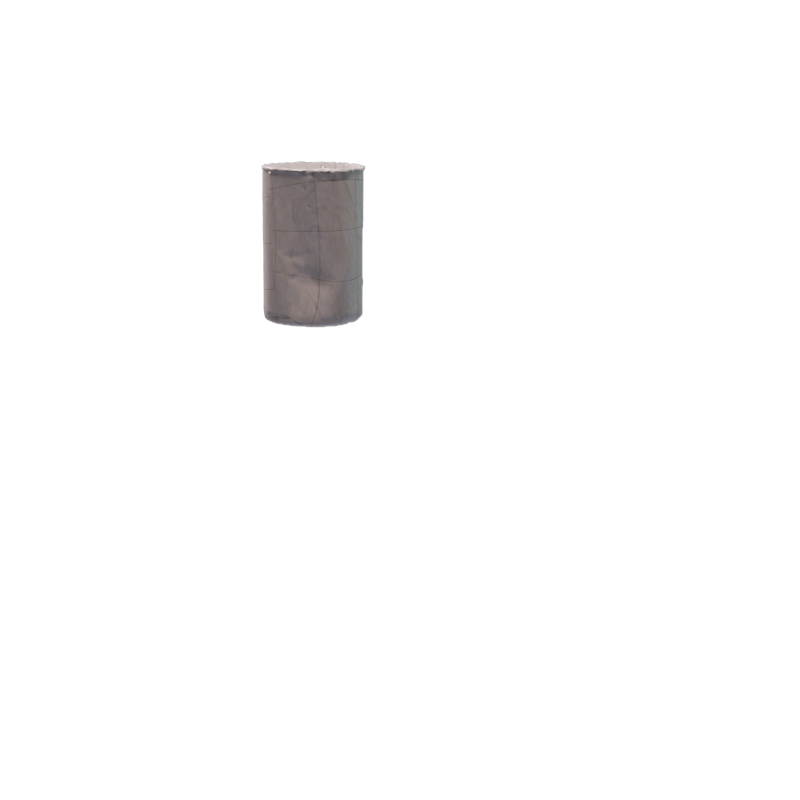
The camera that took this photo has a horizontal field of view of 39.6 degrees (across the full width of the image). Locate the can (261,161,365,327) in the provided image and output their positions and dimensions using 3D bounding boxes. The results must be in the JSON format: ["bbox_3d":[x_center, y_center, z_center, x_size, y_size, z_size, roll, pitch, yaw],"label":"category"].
[{"bbox_3d":[-0.058,-0.105,0.735,0.068,0.100,0.070,0,11,-2],"label":"can"}]
